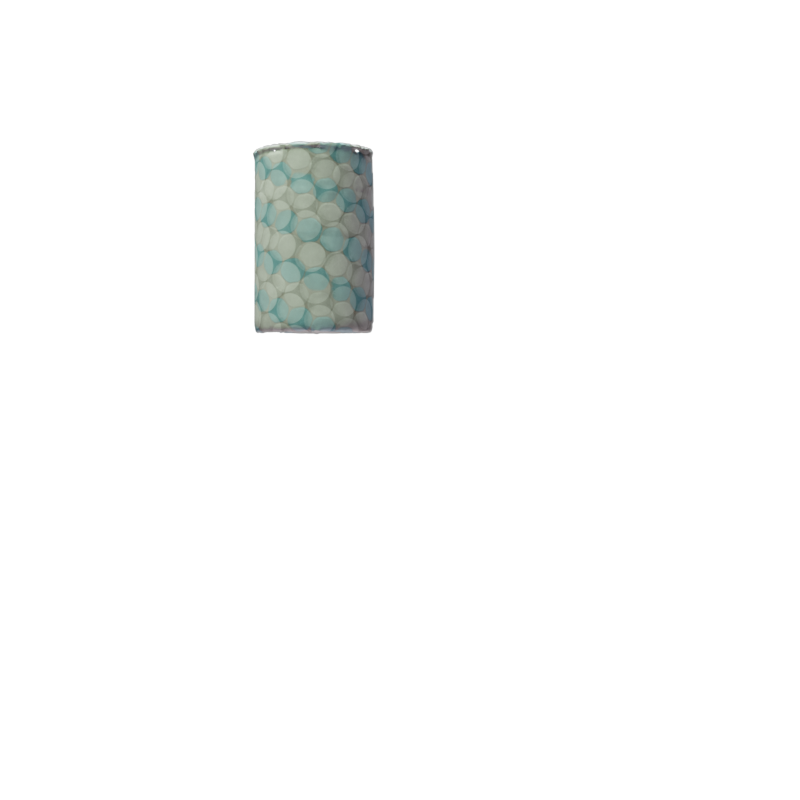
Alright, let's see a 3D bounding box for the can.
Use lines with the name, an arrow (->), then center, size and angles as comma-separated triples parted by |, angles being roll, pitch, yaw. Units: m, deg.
can -> -0.049, -0.089, 0.622 | 0.068, 0.103, 0.068 | 0, -3, -2
